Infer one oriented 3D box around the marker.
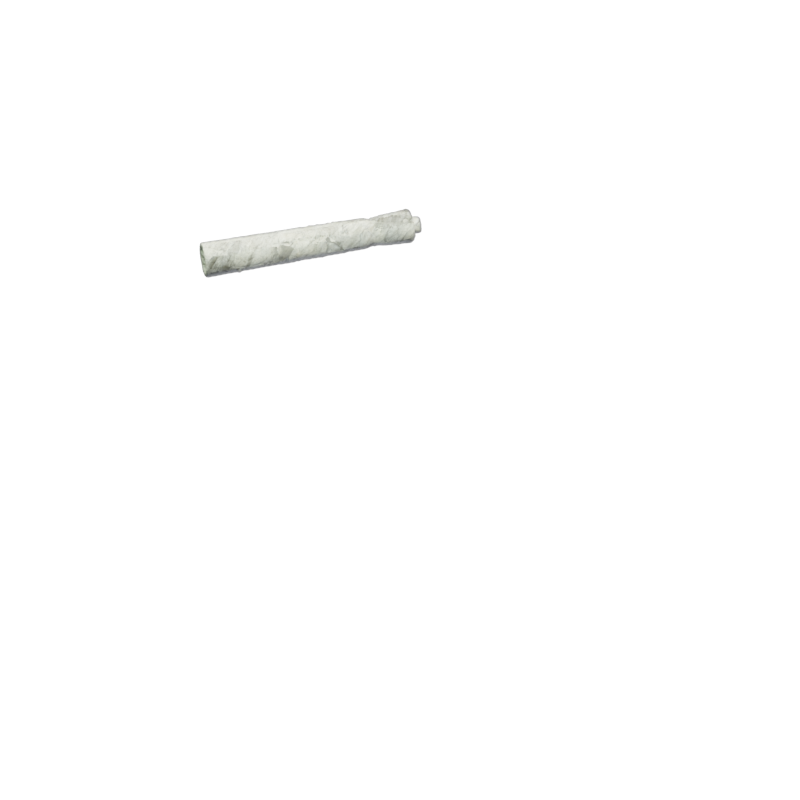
[{"bbox_3d":[-0.047,-0.085,0.595,0.119,0.020,0.020,-11,7,-13],"label":"marker"}]
